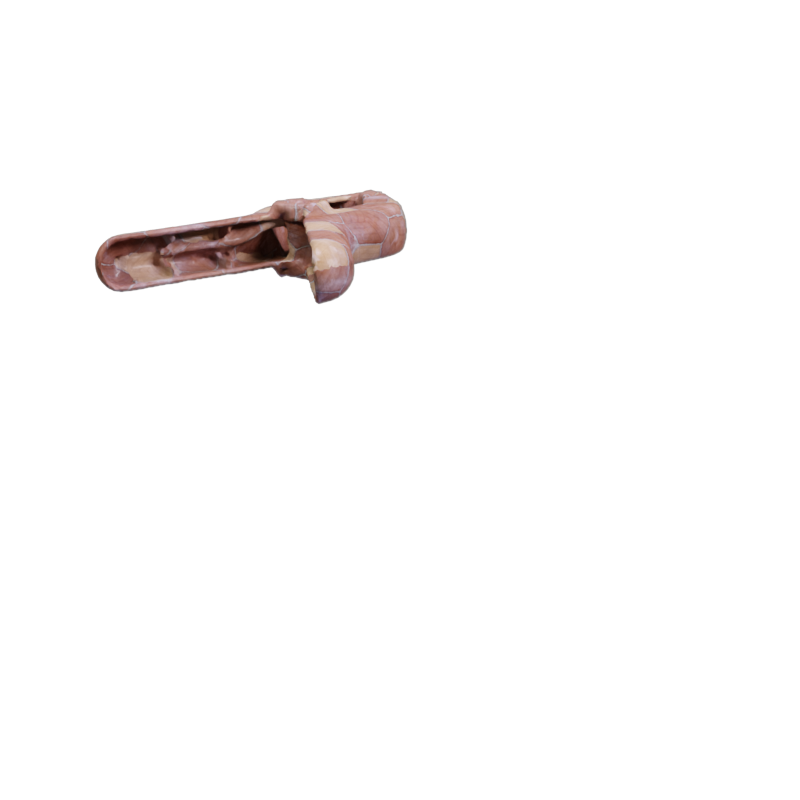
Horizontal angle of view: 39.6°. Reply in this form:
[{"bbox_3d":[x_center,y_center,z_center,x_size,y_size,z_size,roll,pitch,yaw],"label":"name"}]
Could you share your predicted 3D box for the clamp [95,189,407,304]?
[{"bbox_3d":[-0.040,-0.073,0.509,0.126,0.038,0.170,14,25,32],"label":"clamp"}]
